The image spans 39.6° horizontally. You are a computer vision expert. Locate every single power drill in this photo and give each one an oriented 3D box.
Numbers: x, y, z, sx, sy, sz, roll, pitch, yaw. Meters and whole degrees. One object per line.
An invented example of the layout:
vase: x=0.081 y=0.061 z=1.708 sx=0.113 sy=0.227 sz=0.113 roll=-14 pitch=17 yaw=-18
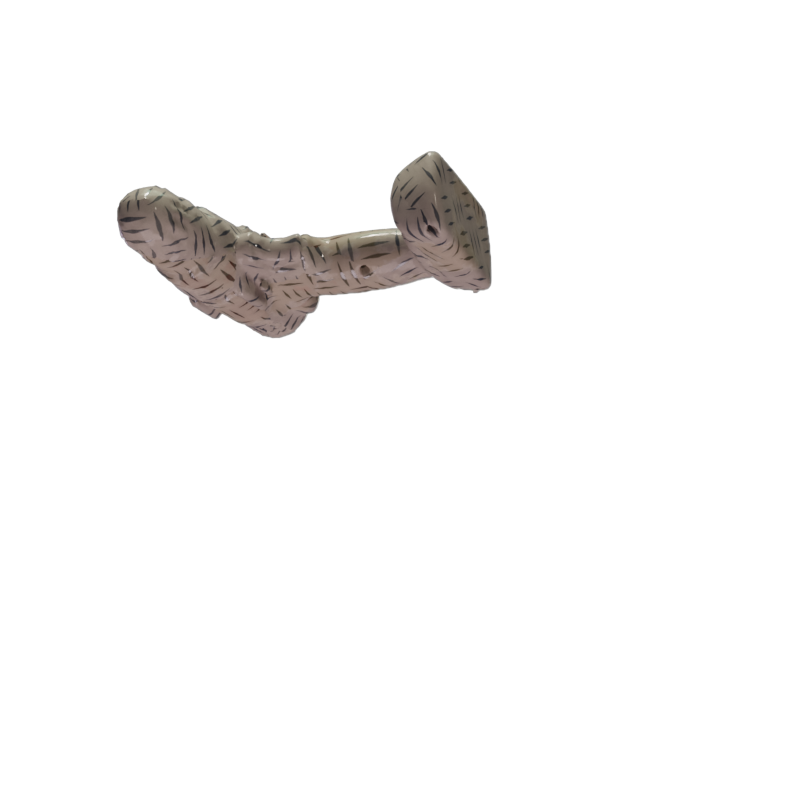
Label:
power drill: x=-0.052 y=-0.095 z=0.665 sx=0.191 sy=0.060 sz=0.173 roll=-7 pitch=-18 yaw=24
